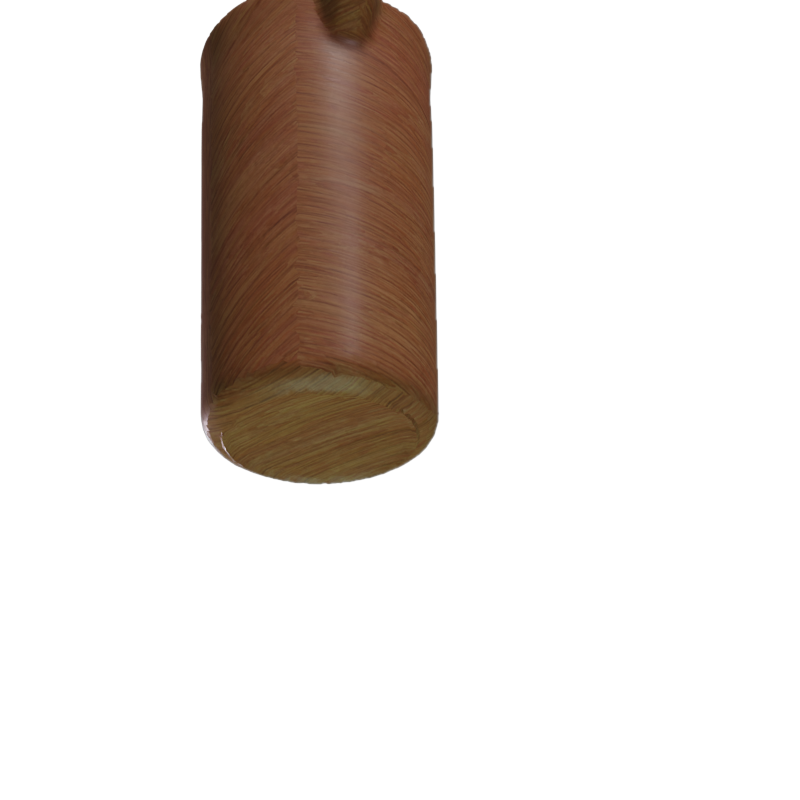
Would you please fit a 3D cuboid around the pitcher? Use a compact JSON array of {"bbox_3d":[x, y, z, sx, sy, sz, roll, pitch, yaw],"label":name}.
[{"bbox_3d":[-0.045,-0.082,0.577,0.146,0.260,0.138,-17,-37,20],"label":"pitcher"}]
